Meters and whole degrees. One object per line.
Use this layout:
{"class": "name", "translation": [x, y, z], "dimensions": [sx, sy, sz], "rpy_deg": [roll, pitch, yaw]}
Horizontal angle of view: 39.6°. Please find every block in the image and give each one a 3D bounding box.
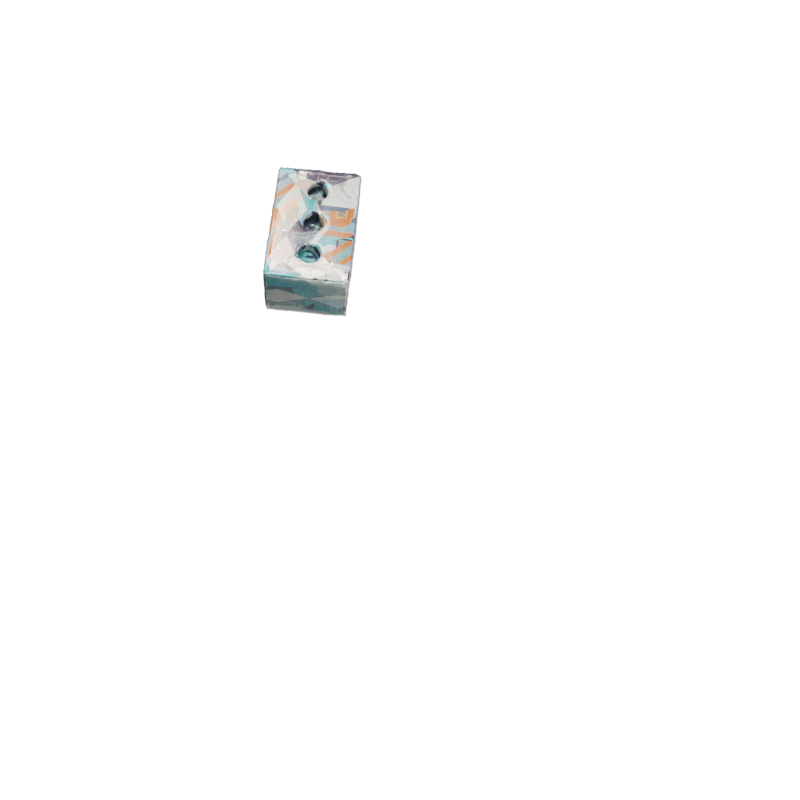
{"class": "block", "translation": [-0.054, -0.098, 0.690], "dimensions": [0.053, 0.082, 0.048], "rpy_deg": [5, -26, 0]}
